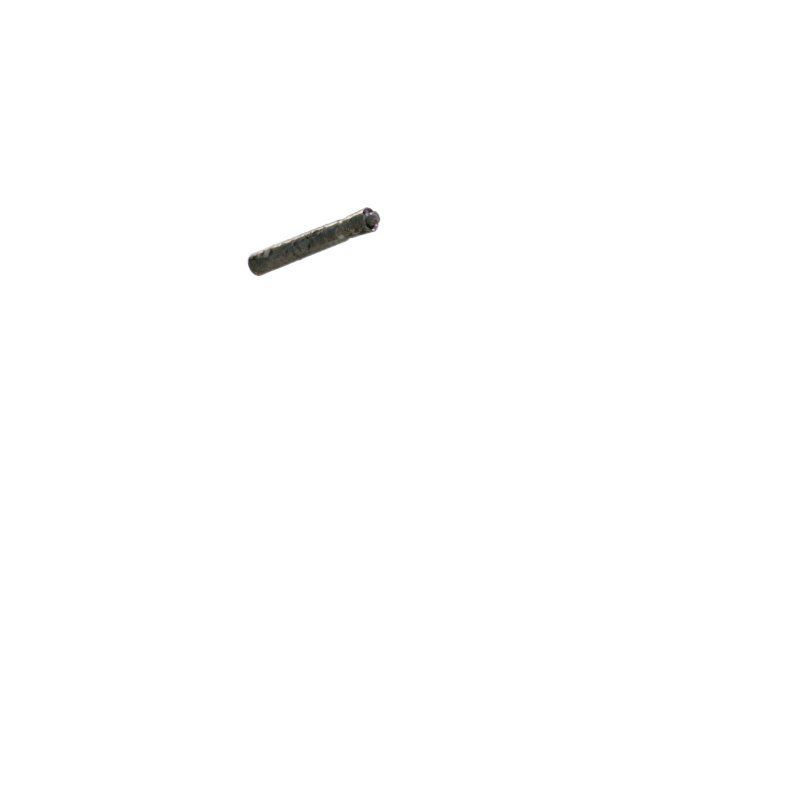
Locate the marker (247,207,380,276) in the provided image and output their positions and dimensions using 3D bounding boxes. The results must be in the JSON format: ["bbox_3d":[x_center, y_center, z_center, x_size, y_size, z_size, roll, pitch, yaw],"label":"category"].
[{"bbox_3d":[-0.065,-0.119,0.831,0.122,0.020,0.019,-15,-6,36],"label":"marker"}]
